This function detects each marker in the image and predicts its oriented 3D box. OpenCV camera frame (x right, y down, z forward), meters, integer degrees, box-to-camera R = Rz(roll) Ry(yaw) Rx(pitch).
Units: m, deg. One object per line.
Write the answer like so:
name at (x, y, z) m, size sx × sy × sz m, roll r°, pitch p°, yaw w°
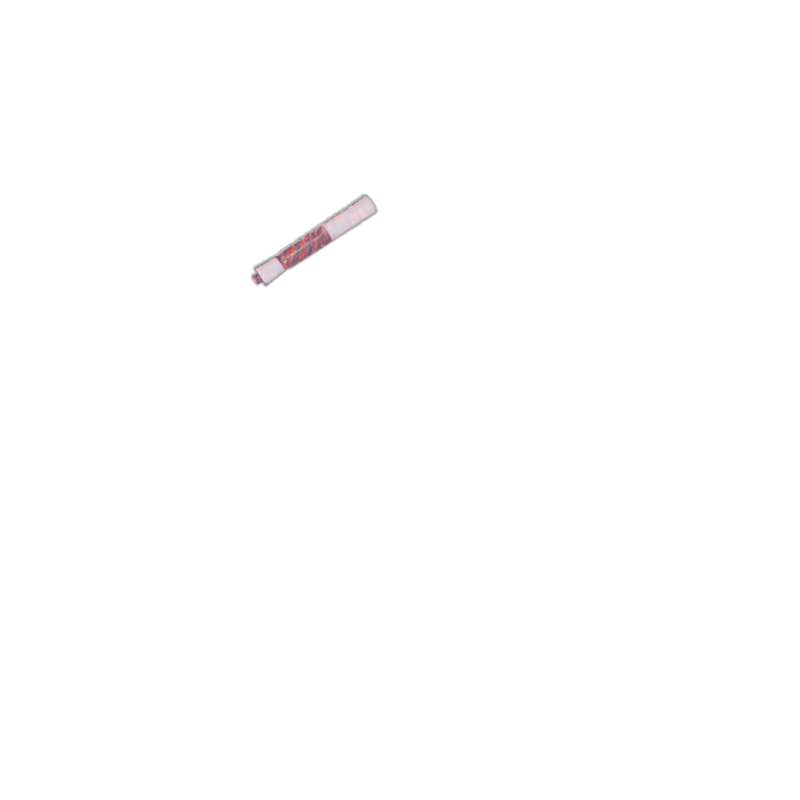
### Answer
marker at (-0.074, -0.135, 0.945) m, size 0.121 × 0.019 × 0.020 m, roll -35°, pitch 10°, yaw -8°
